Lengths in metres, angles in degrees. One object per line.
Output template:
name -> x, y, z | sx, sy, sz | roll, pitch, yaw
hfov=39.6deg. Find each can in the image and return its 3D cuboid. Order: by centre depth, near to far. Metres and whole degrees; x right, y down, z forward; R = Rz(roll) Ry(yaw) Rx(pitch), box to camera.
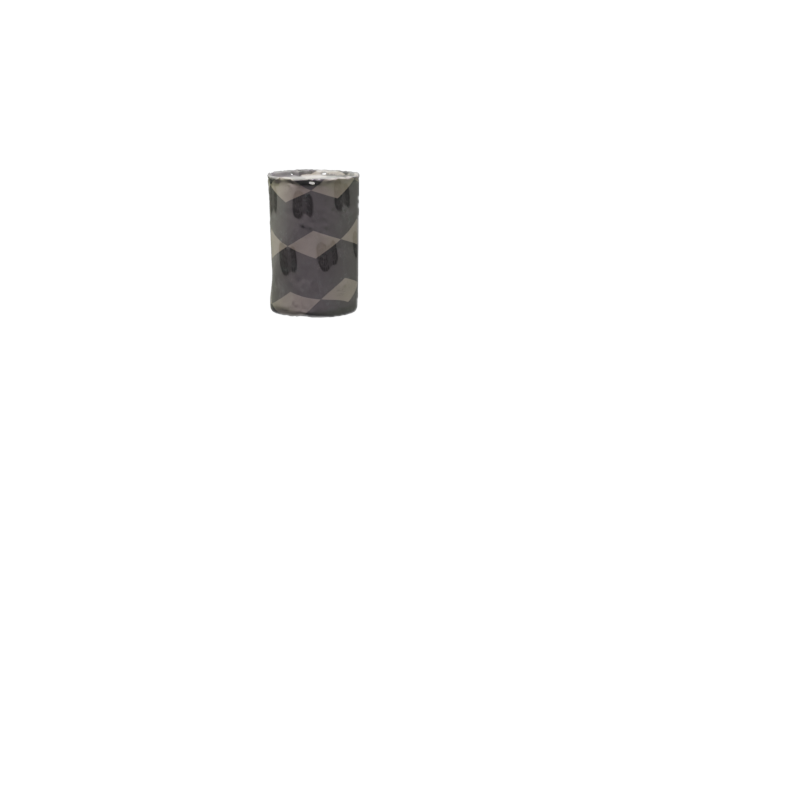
can -> -0.064, -0.117, 0.823 | 0.068, 0.100, 0.070 | 0, 11, -2
